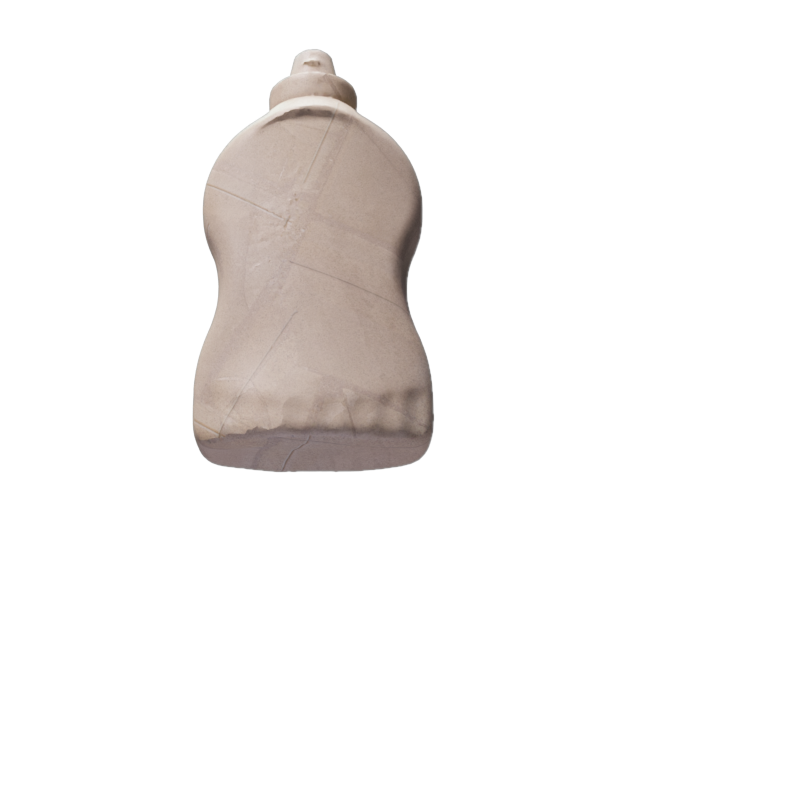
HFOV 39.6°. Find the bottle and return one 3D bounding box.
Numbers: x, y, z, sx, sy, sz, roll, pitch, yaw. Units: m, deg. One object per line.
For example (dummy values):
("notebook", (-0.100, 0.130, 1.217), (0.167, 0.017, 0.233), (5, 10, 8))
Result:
("bottle", (-0.038, -0.069, 0.482), (0.096, 0.203, 0.055), (-2, -25, 0))
